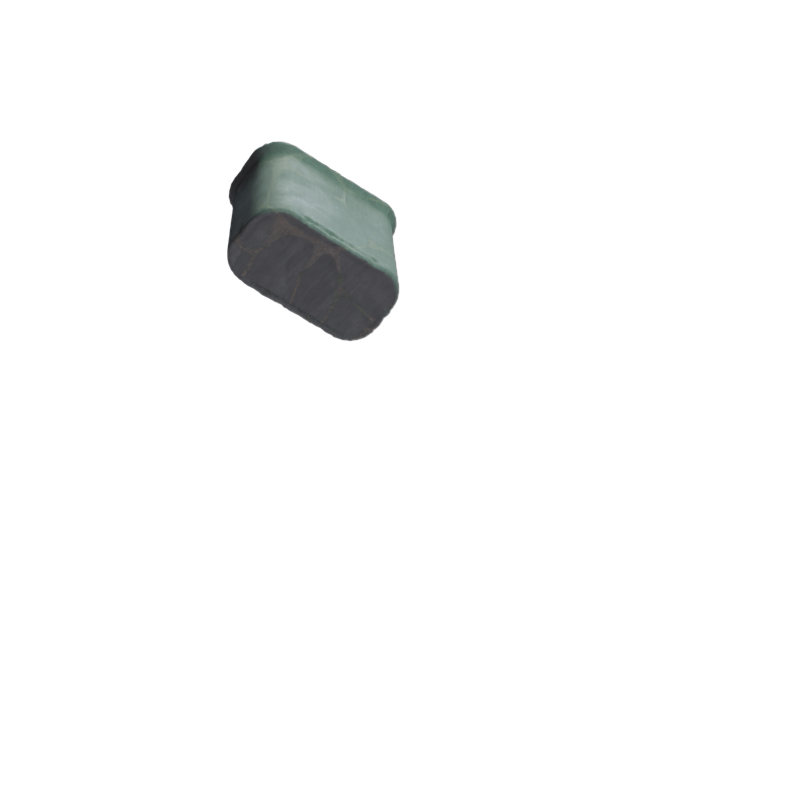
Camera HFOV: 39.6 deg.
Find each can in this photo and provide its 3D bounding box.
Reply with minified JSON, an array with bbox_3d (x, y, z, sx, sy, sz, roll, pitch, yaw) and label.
[{"bbox_3d":[-0.050,-0.091,0.637,0.098,0.056,0.089,30,27,-19],"label":"can"}]
